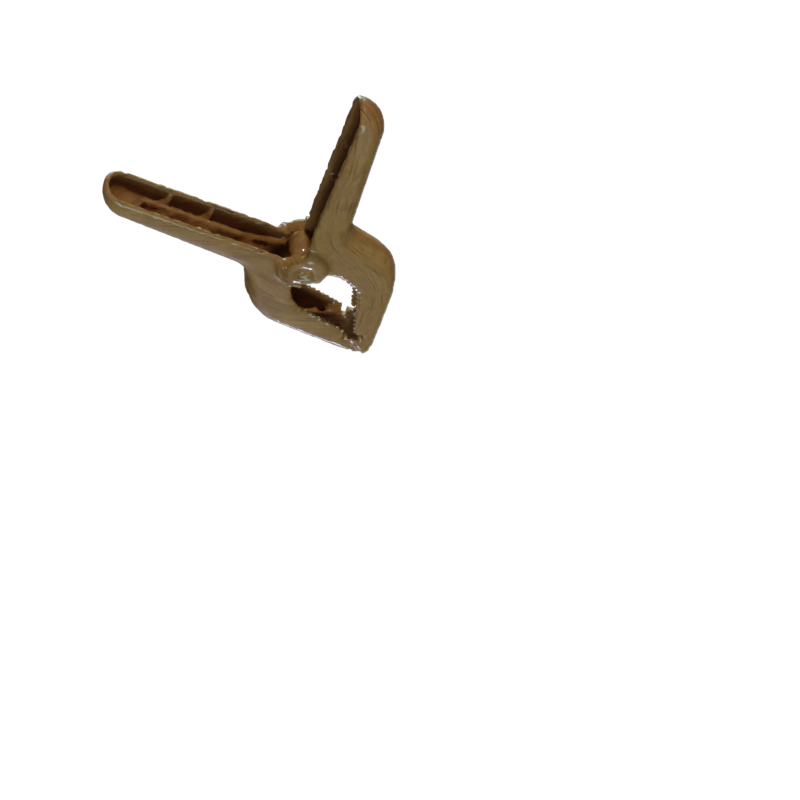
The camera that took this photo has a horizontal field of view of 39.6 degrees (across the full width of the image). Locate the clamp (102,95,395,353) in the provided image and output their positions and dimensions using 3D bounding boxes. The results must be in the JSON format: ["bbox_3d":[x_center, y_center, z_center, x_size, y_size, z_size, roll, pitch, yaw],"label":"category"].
[{"bbox_3d":[-0.052,-0.094,0.661,0.166,0.039,0.194,-16,-36,23],"label":"clamp"}]
